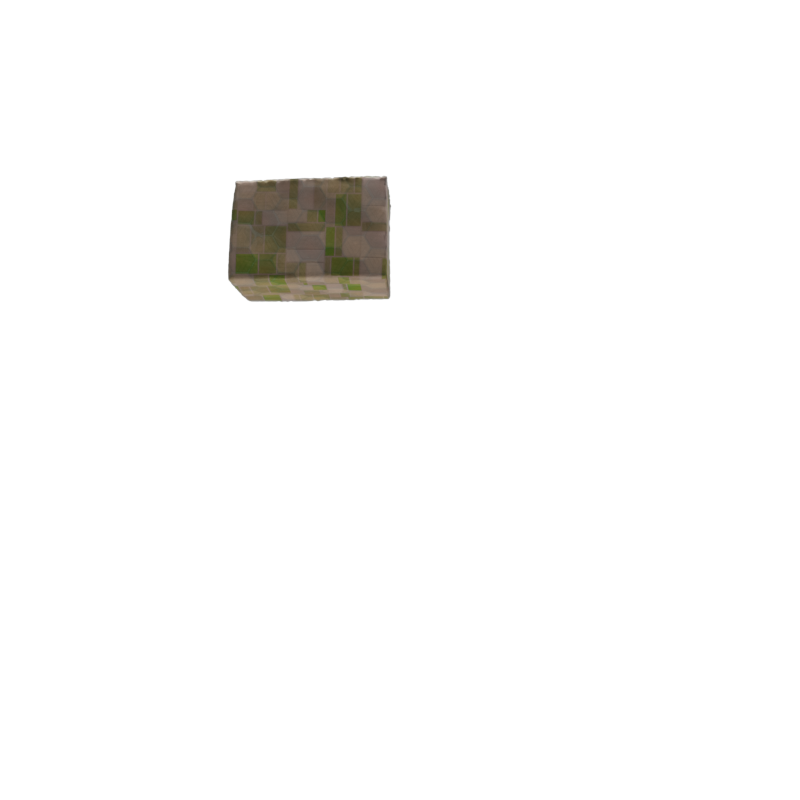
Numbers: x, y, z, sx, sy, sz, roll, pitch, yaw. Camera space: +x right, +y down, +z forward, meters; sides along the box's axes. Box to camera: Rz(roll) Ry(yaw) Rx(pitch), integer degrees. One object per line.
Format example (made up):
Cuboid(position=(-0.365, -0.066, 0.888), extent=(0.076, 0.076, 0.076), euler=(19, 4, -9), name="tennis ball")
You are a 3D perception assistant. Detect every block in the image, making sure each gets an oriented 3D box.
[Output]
Cuboid(position=(-0.044, -0.080, 0.561), extent=(0.078, 0.053, 0.051), euler=(-1, -11, 4), name="block")
